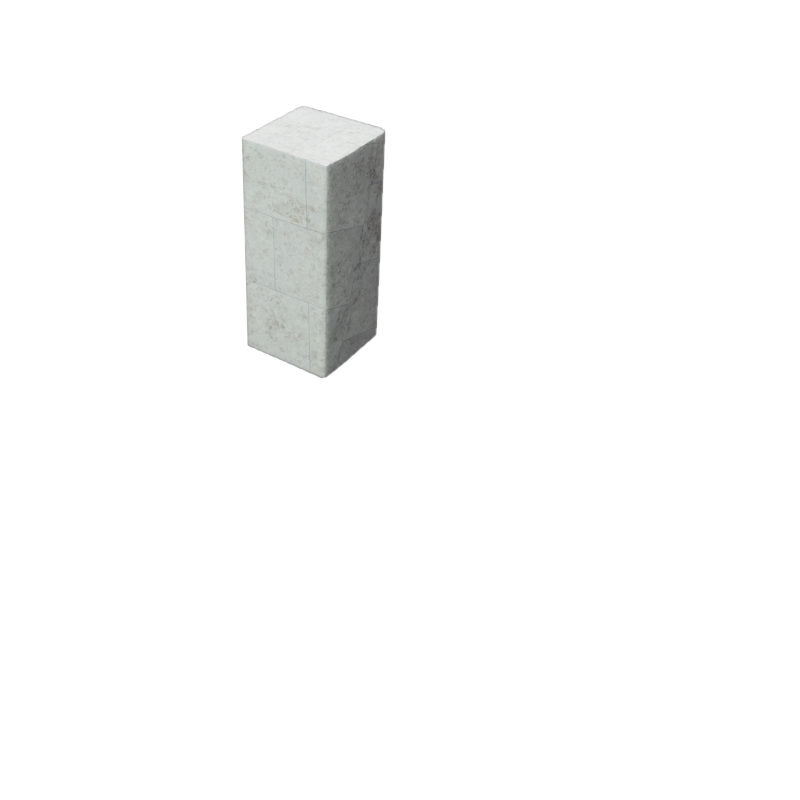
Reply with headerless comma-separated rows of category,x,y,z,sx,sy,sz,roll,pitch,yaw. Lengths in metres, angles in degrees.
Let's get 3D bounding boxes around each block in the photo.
block,-0.075,-0.138,0.967,0.095,0.194,0.091,21,37,27
